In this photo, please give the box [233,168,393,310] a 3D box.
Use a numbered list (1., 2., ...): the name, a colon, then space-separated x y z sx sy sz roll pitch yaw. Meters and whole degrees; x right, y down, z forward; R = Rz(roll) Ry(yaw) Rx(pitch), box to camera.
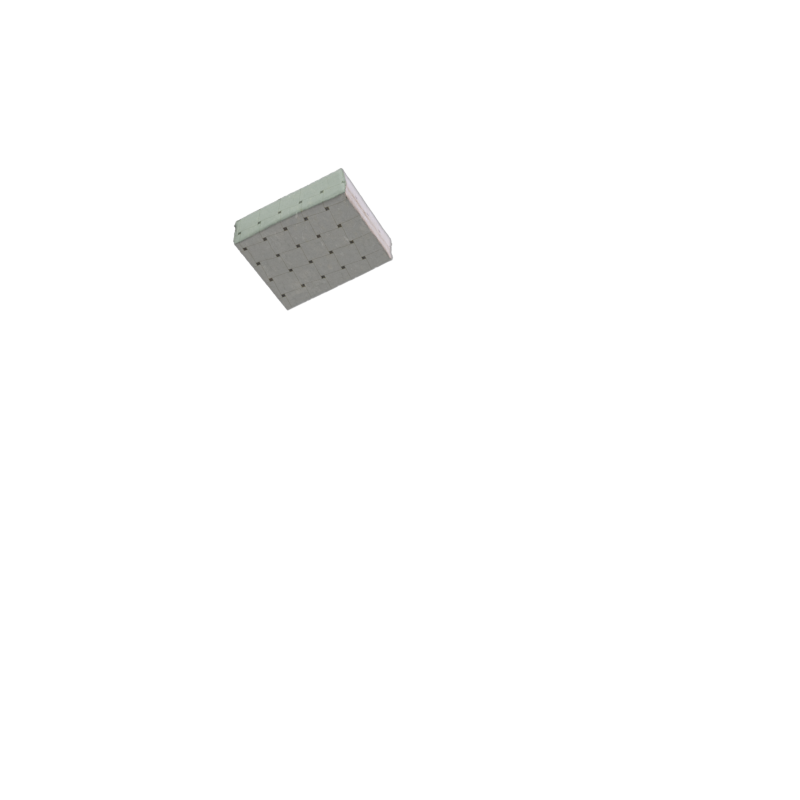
1. box: -0.076 -0.139 0.971 0.114 0.042 0.083 -23 -52 18
